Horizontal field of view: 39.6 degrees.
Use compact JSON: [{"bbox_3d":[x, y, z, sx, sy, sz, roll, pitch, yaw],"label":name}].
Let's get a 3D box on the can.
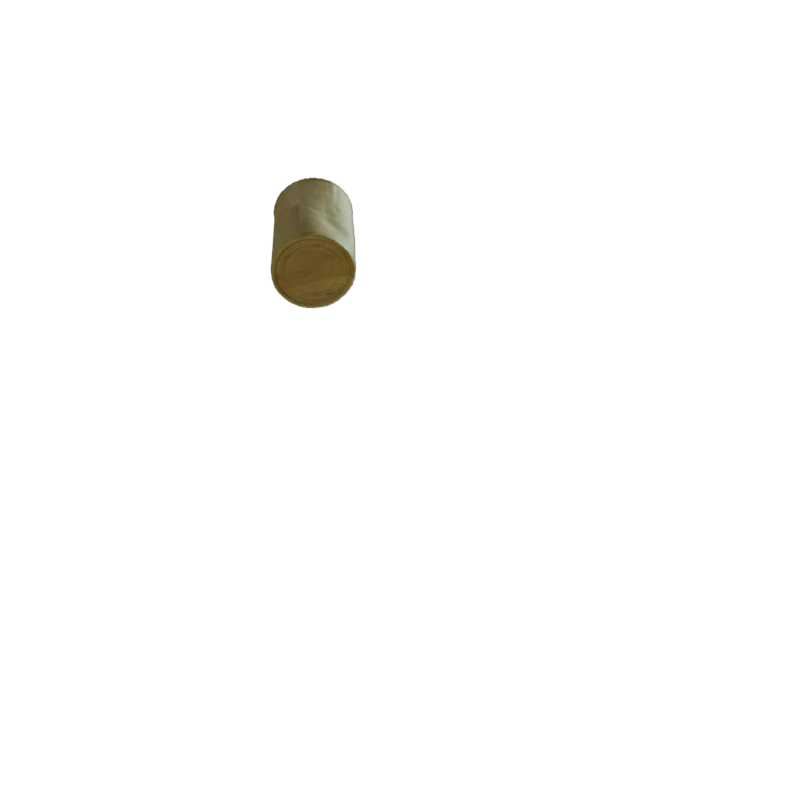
[{"bbox_3d":[-0.071,-0.129,0.901,0.068,0.064,0.109,-1,34,-3],"label":"can"}]
